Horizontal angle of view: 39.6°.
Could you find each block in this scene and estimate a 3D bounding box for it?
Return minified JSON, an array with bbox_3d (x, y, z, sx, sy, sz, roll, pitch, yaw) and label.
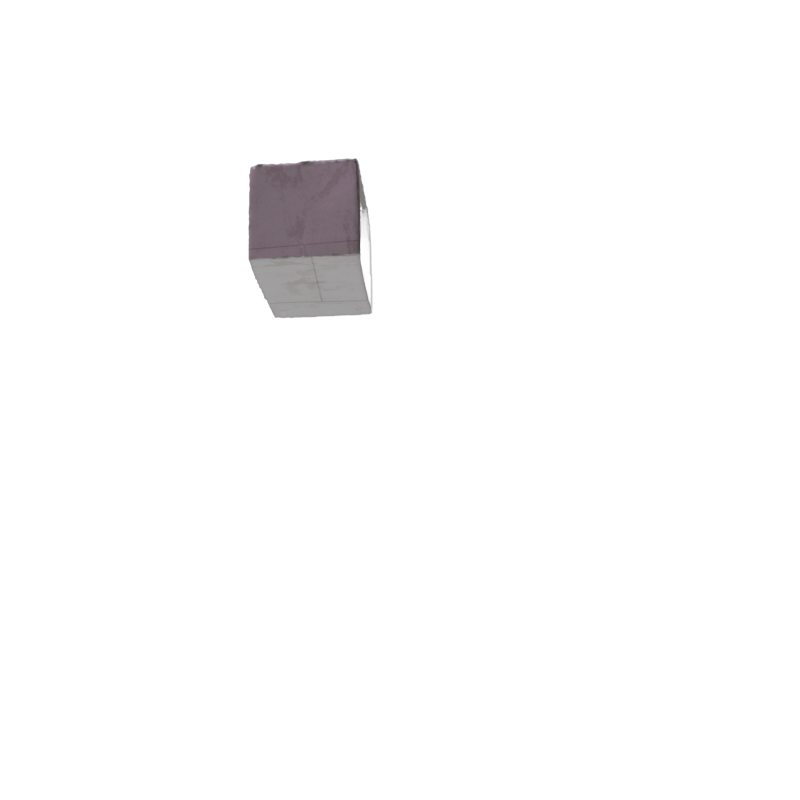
[{"bbox_3d":[-0.043,-0.078,0.544,0.053,0.054,0.074,-2,-19,3],"label":"block"}]
